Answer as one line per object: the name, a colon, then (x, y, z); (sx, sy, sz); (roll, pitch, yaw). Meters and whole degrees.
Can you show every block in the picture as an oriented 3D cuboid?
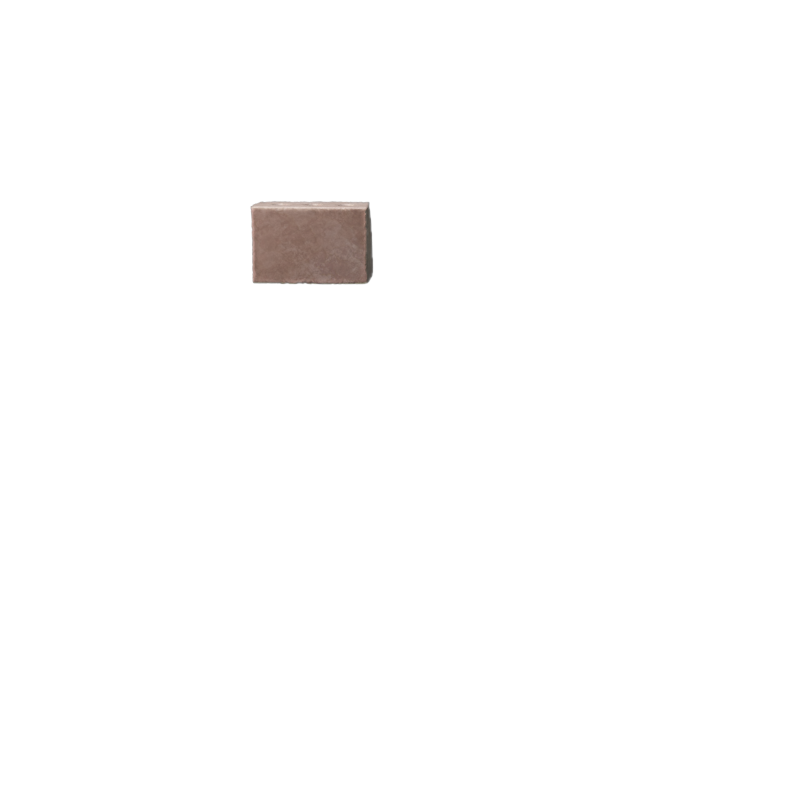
block: (-0.058, -0.105, 0.736); (0.078, 0.050, 0.053); (1, 9, 3)
